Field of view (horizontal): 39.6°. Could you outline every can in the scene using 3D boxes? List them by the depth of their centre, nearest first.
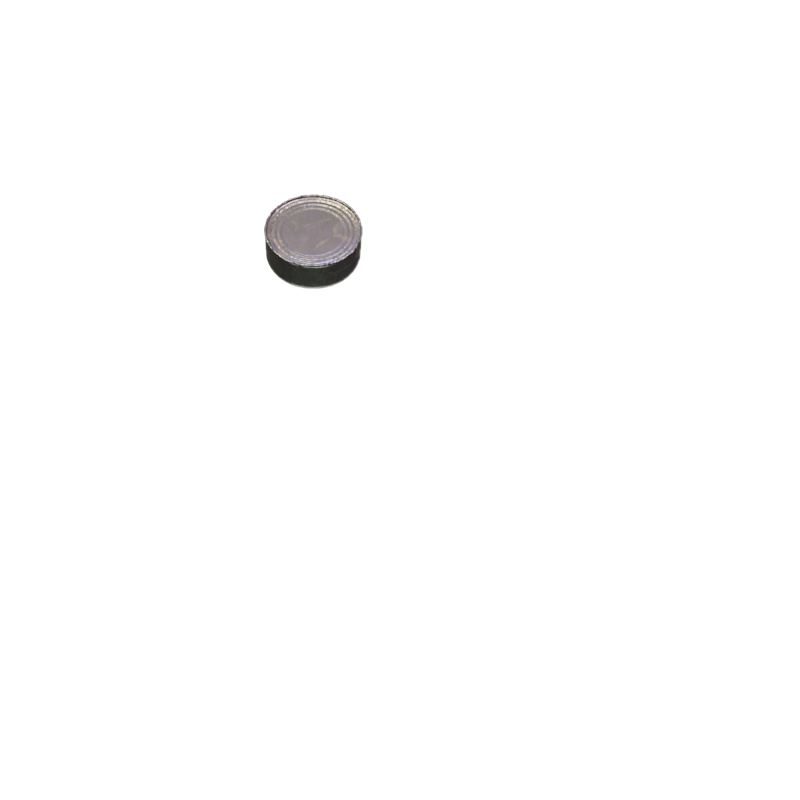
[{"bbox_3d":[-0.076,-0.139,0.977,0.086,0.092,0.031,-1,-39,-1],"label":"can"}]
